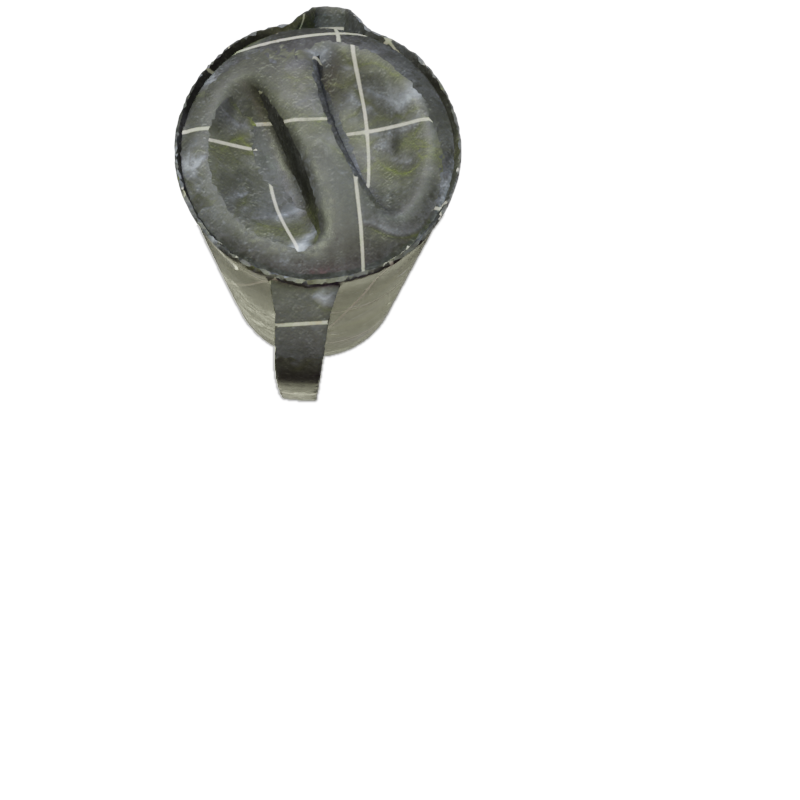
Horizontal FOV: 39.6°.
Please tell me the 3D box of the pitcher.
[{"bbox_3d":[-0.048,-0.088,0.619,0.150,0.149,0.235,-41,-7,-10],"label":"pitcher"}]
